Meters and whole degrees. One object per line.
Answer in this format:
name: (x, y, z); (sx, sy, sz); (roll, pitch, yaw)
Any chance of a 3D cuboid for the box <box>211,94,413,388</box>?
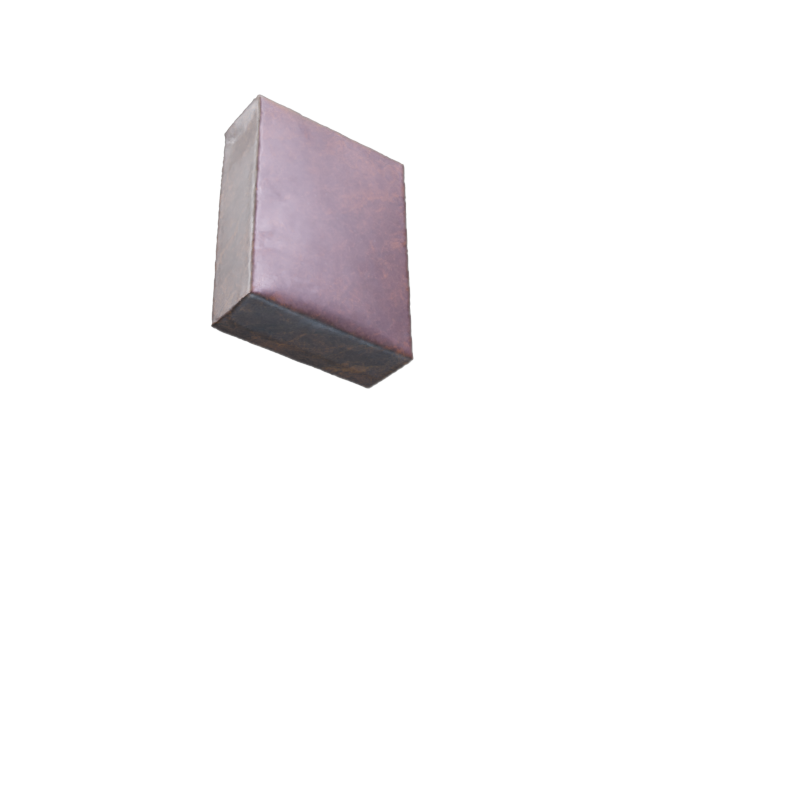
box: (-0.075, -0.136, 0.953); (0.156, 0.229, 0.071); (21, -41, -30)
